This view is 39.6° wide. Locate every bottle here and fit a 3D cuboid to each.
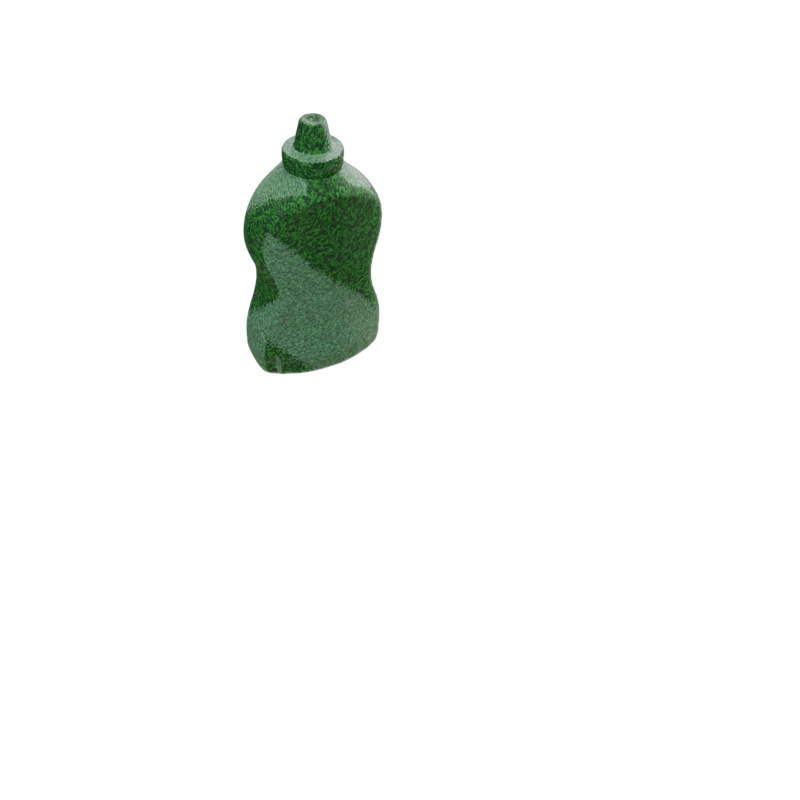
[{"bbox_3d":[-0.060,-0.109,0.763,0.095,0.179,0.063,-14,42,-20],"label":"bottle"}]
